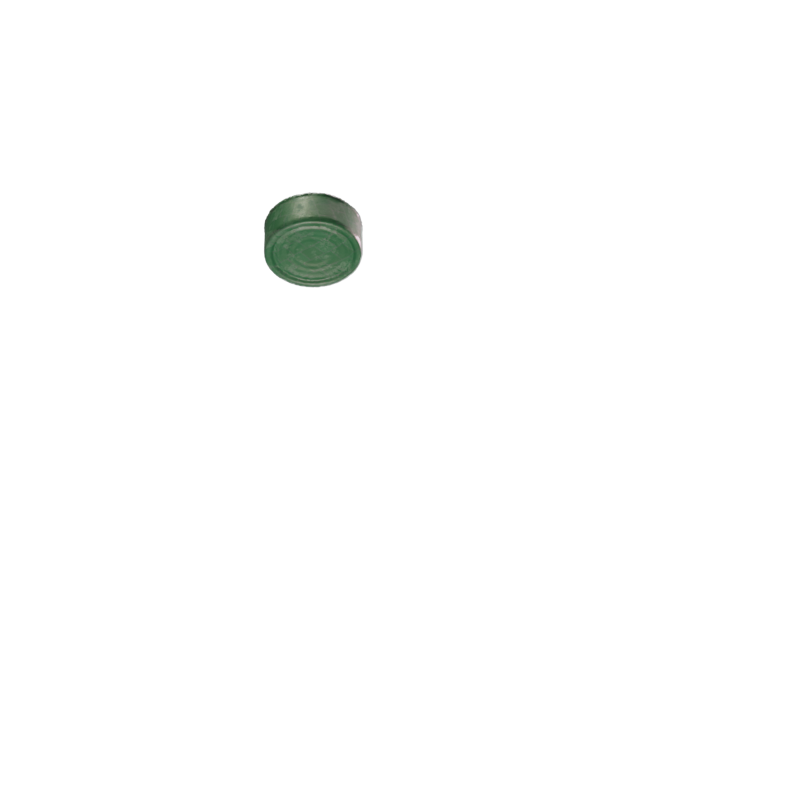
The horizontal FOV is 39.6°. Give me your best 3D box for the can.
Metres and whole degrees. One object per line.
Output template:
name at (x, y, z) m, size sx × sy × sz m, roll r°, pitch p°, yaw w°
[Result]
can at (-0.075, -0.136, 0.952) m, size 0.086 × 0.036 × 0.080 m, roll 1°, pitch -40°, yaw -2°
